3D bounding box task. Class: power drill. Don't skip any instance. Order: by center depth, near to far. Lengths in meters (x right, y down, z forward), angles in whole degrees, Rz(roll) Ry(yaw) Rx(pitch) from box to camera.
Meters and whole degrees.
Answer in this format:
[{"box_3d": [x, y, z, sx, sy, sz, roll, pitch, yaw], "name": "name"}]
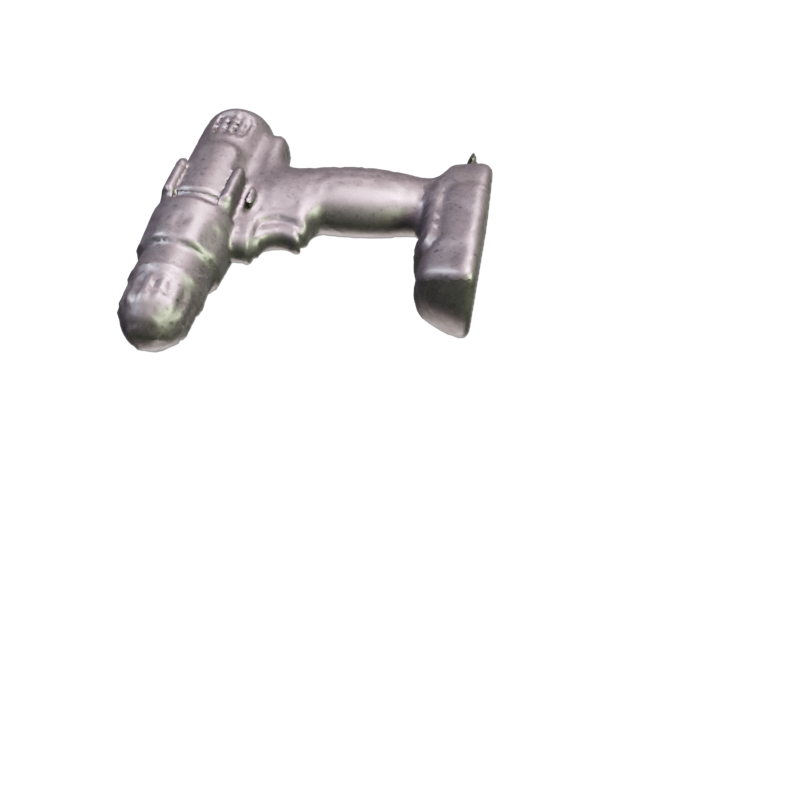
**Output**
[{"box_3d": [-0.049, -0.088, 0.620, 0.190, 0.195, 0.053, 10, -40, 8], "name": "power drill"}]
